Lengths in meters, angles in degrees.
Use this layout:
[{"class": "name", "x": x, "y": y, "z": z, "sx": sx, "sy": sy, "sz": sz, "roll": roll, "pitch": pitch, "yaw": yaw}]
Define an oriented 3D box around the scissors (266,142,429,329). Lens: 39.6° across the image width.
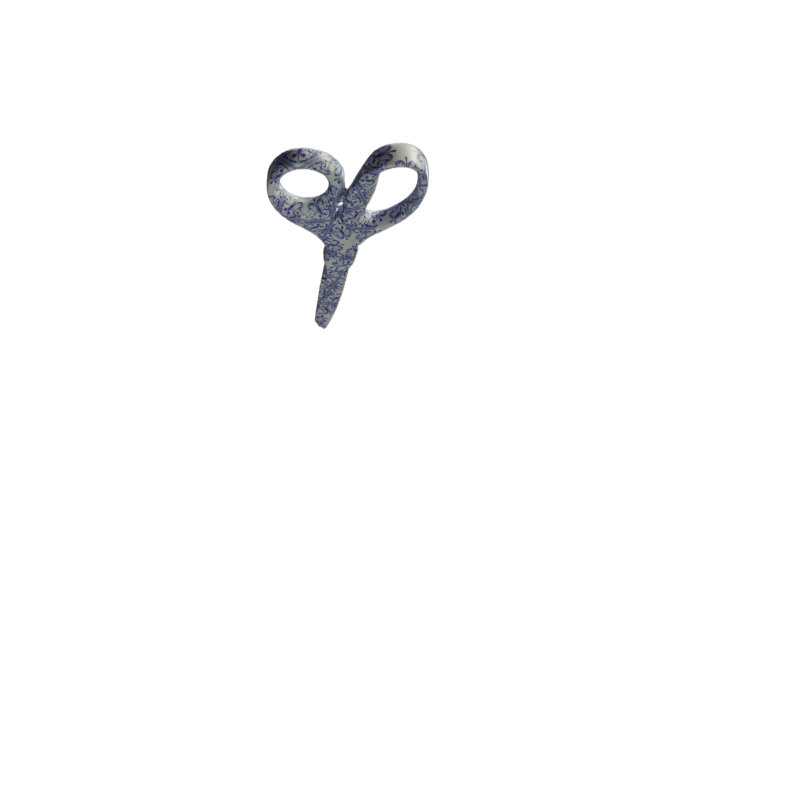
[{"class": "scissors", "x": -0.051, "y": -0.093, "z": 0.653, "sx": 0.093, "sy": 0.017, "sz": 0.197, "roll": 11, "pitch": -28, "yaw": -23}]
